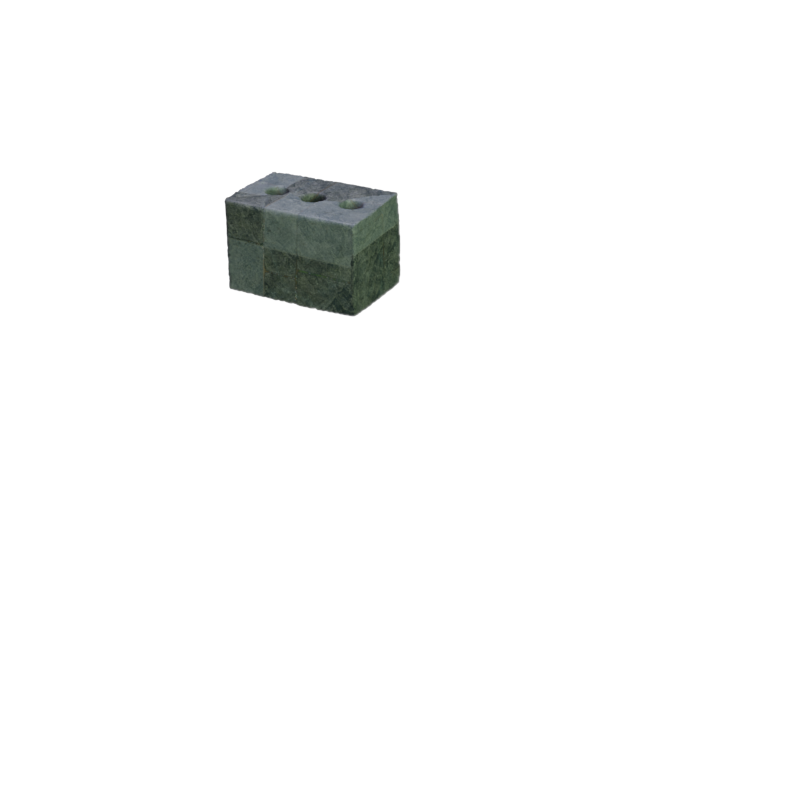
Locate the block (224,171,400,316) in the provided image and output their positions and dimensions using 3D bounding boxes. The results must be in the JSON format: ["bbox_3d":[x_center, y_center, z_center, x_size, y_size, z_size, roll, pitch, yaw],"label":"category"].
[{"bbox_3d":[-0.045,-0.083,0.578,0.081,0.049,0.053,13,28,24],"label":"block"}]
